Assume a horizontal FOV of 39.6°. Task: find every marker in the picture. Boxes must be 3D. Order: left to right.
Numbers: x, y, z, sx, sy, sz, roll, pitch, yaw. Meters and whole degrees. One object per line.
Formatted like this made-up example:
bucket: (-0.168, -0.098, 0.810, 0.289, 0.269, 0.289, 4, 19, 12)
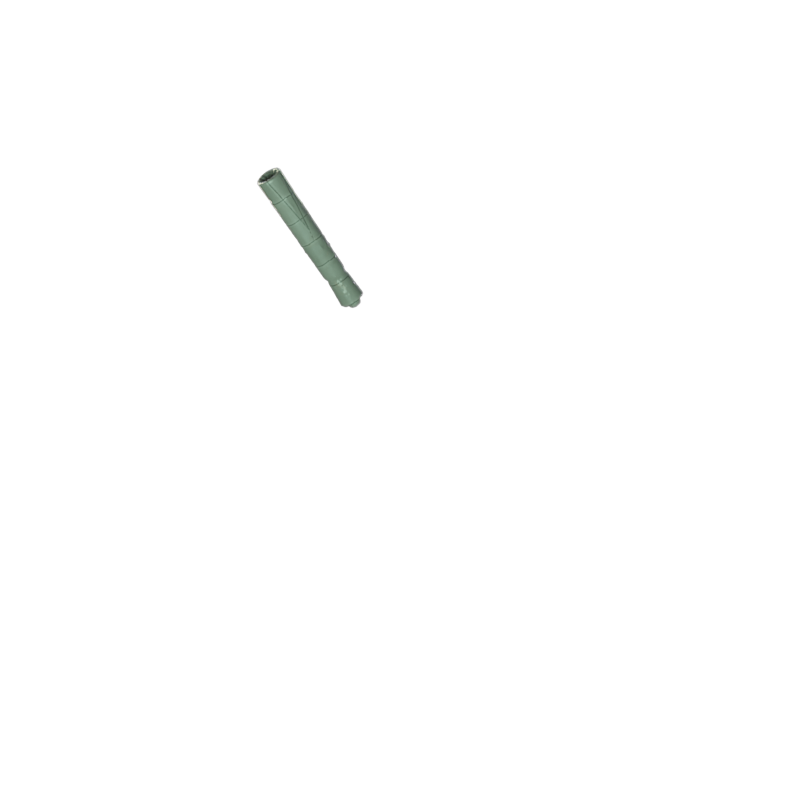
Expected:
marker: (-0.061, -0.112, 0.784, 0.020, 0.113, 0.021, -27, 27, 15)
